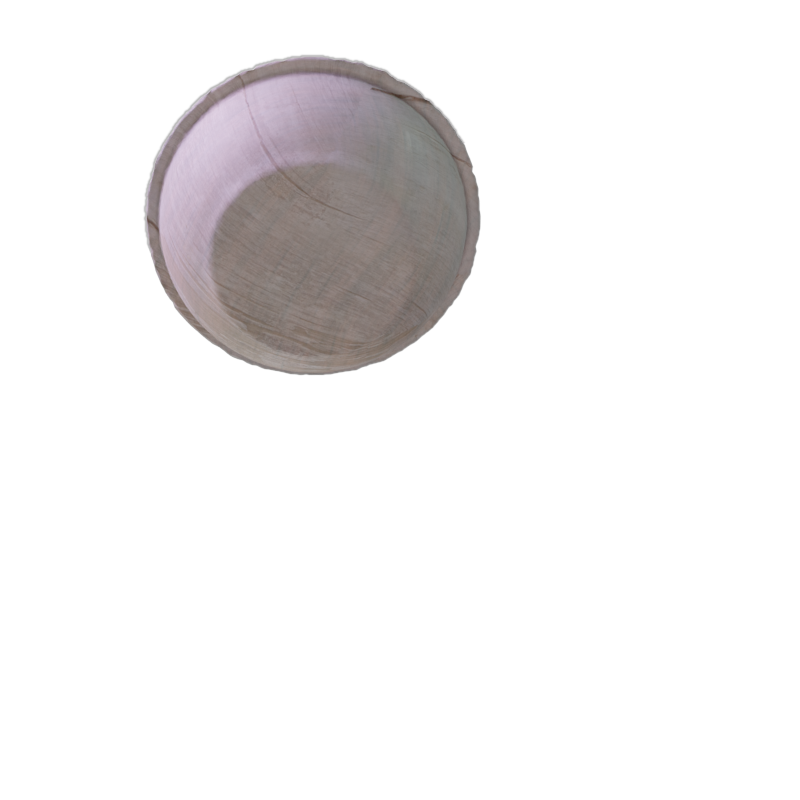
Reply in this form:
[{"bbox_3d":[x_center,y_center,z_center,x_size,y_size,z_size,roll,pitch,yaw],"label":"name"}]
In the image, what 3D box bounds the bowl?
[{"bbox_3d":[-0.040,-0.073,0.510,0.162,0.155,0.058,1,22,-1],"label":"bowl"}]
